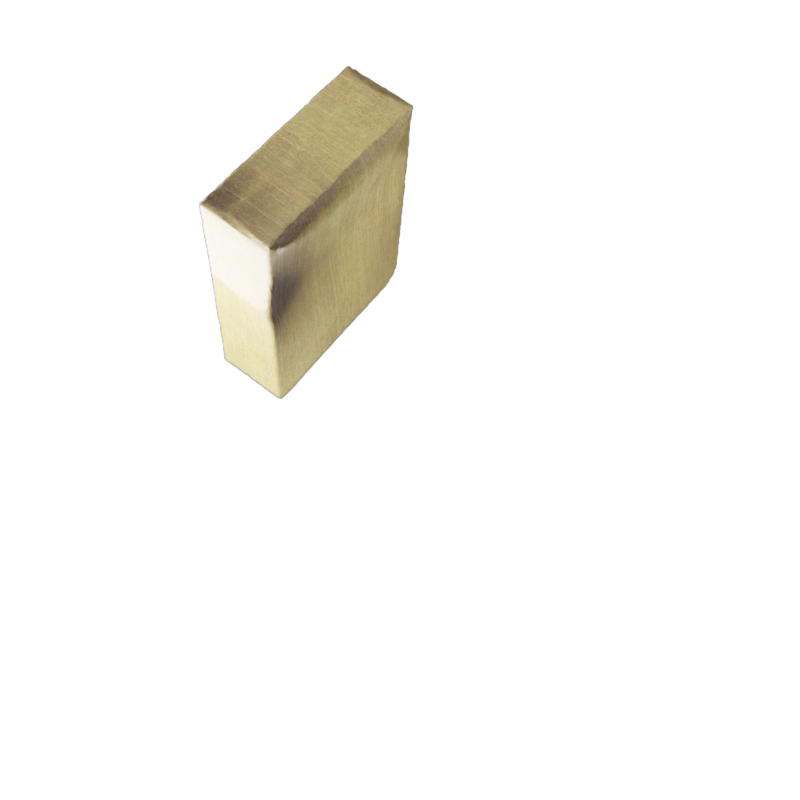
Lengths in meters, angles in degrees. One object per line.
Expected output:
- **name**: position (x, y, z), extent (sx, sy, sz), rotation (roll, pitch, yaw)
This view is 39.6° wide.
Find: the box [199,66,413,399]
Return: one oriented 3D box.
- **box**: position (-0.066, -0.121, 0.845), extent (0.075, 0.168, 0.201), rotation (33, -26, 14)
